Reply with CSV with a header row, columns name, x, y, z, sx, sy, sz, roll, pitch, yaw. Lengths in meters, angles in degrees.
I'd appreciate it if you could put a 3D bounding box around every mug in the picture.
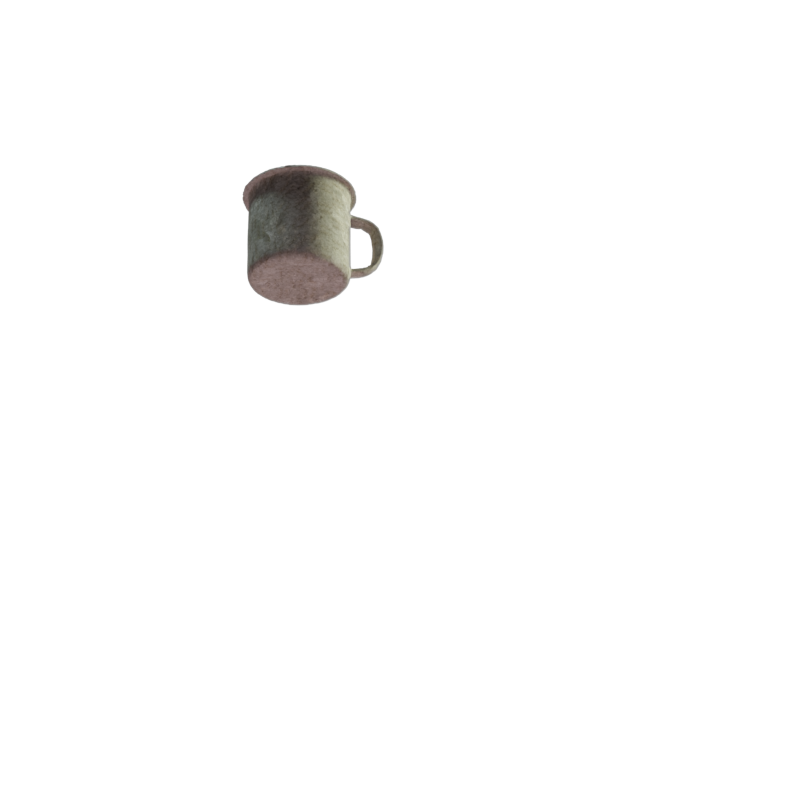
name,x,y,z,sx,sy,sz,roll,pitch,yaw
mug,-0.069,-0.127,0.888,0.114,0.087,0.090,9,-29,-19
